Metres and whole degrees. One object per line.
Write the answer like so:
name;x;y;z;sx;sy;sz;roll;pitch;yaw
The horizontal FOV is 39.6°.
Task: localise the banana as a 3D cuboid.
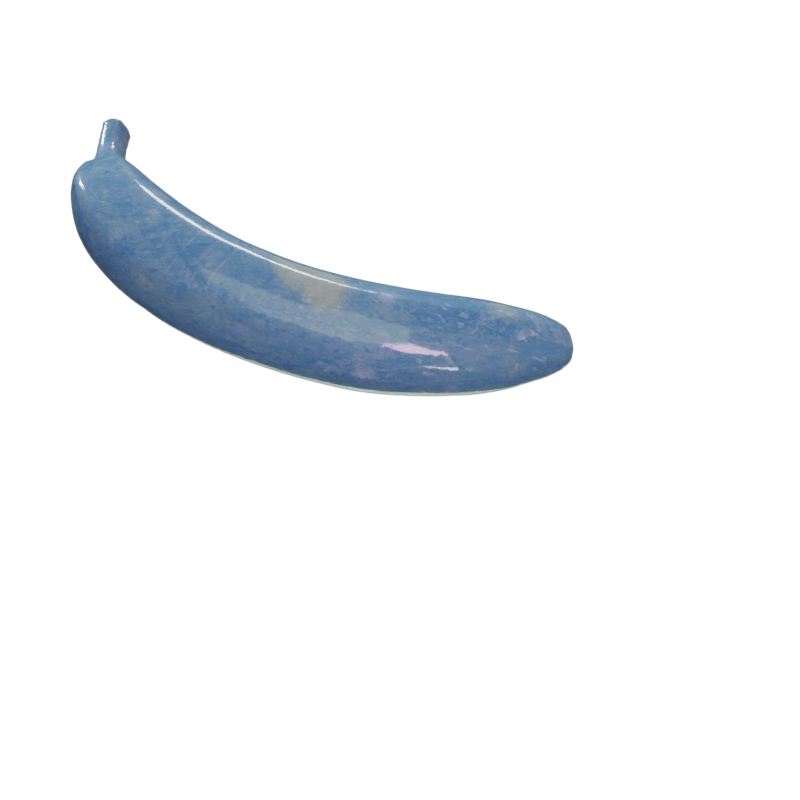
banana;-0.043;-0.043;0.377;0.205;0.071;0.034;28;-29;17
